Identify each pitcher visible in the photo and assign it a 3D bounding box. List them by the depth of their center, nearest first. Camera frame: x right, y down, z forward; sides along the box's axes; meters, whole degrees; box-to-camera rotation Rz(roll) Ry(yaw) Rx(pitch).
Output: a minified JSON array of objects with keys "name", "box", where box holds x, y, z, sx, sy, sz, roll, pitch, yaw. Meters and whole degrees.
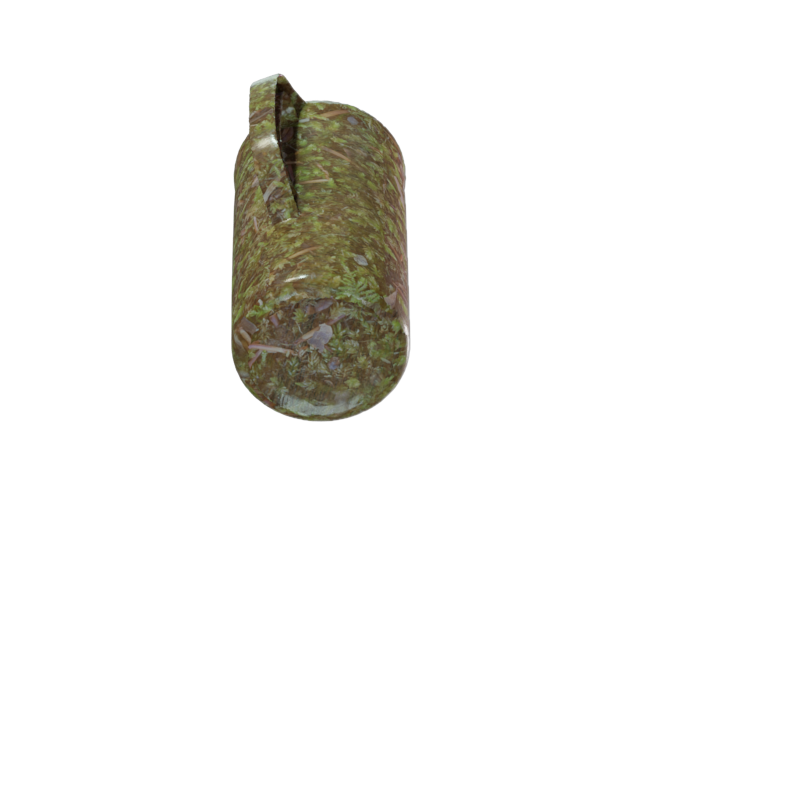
[{"name":"pitcher","box":[-0.059,-0.108,0.756,0.145,0.140,0.259,20,31,-16]}]
